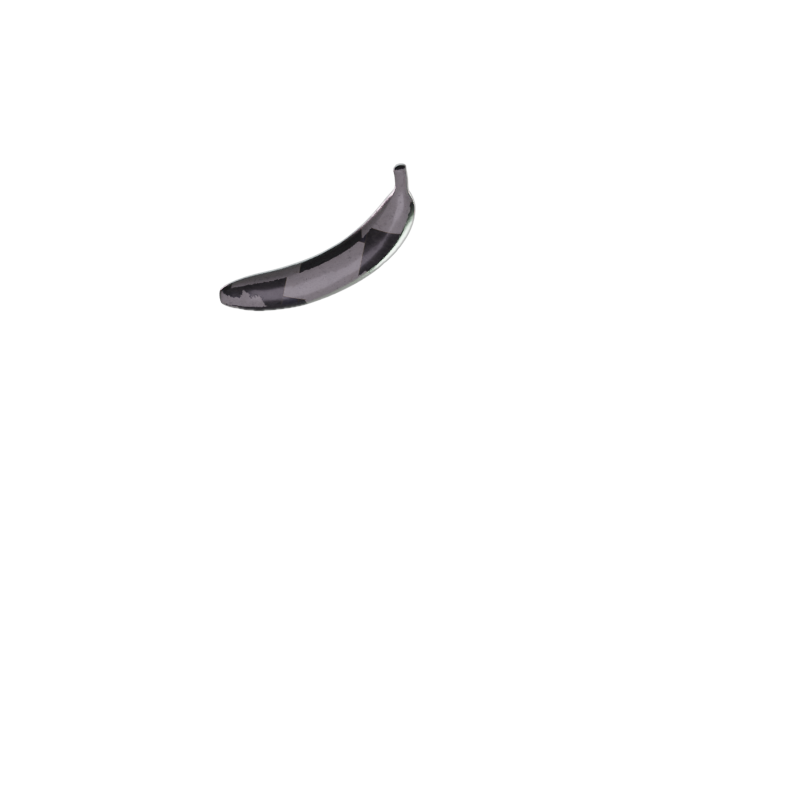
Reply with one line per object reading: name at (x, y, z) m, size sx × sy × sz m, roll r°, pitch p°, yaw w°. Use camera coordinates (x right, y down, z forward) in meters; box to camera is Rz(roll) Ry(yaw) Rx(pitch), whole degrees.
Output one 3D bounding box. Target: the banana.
banana at (-0.058, -0.122, 0.931) m, size 0.197 × 0.066 × 0.039 m, roll -34°, pitch 23°, yaw 15°
